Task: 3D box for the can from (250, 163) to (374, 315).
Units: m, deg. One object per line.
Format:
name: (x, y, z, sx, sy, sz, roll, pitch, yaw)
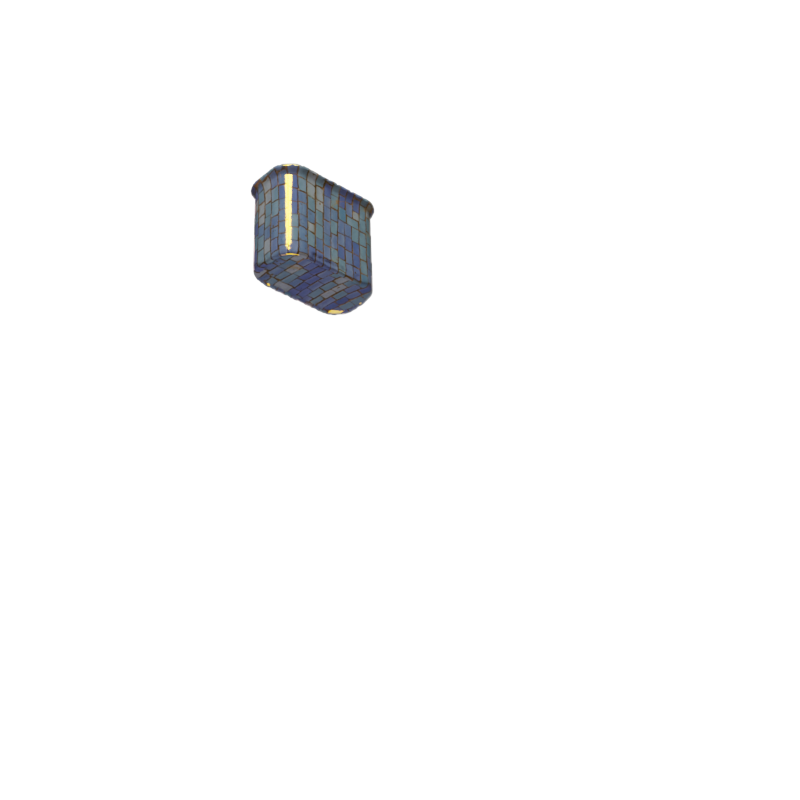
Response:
can: (-0.068, -0.124, 0.871, 0.096, 0.089, 0.057, 24, -40, -35)
